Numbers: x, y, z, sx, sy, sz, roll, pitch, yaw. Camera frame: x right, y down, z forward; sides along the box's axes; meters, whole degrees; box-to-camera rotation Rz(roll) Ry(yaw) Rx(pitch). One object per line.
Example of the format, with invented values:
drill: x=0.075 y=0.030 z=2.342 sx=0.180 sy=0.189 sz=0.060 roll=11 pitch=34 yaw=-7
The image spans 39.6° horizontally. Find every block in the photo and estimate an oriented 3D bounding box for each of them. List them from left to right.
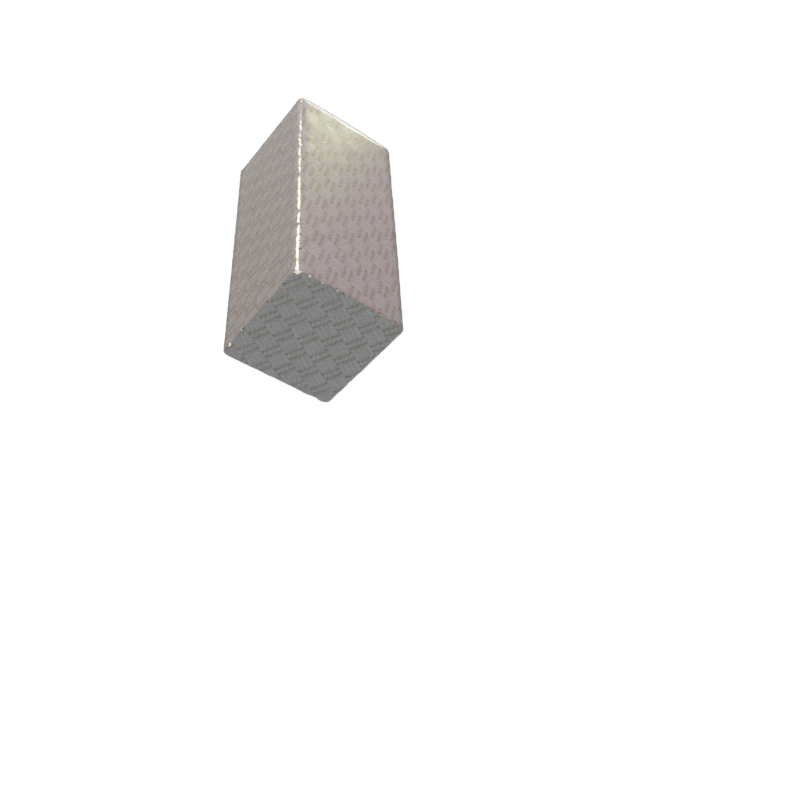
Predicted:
block: x=-0.063 y=-0.115 z=0.809 sx=0.086 sy=0.221 sz=0.089 roll=27 pitch=-54 yaw=-26
